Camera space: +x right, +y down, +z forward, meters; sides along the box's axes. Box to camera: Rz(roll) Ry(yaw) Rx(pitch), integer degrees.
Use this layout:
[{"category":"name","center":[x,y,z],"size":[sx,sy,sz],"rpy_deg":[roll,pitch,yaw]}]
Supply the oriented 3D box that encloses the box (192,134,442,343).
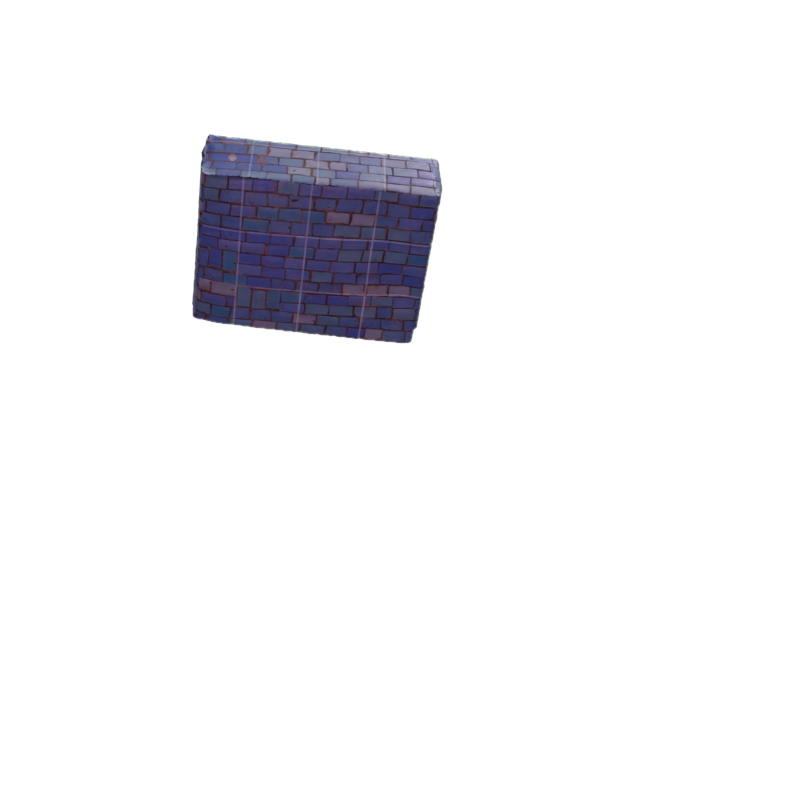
[{"category":"box","center":[-0.042,-0.076,0.536],"size":[0.113,0.084,0.042],"rpy_deg":[5,37,-5]}]
